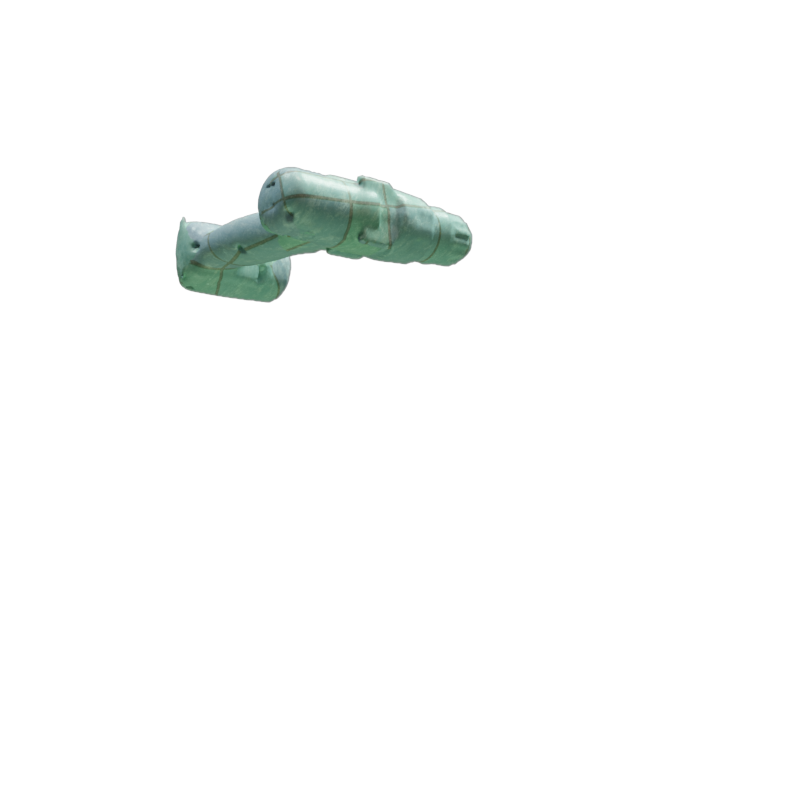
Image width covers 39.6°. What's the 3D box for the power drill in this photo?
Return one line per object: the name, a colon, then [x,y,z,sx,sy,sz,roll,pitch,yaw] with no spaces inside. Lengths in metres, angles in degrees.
power drill: [-0.065,-0.119,0.831,0.175,0.059,0.191,10,-15,-41]
